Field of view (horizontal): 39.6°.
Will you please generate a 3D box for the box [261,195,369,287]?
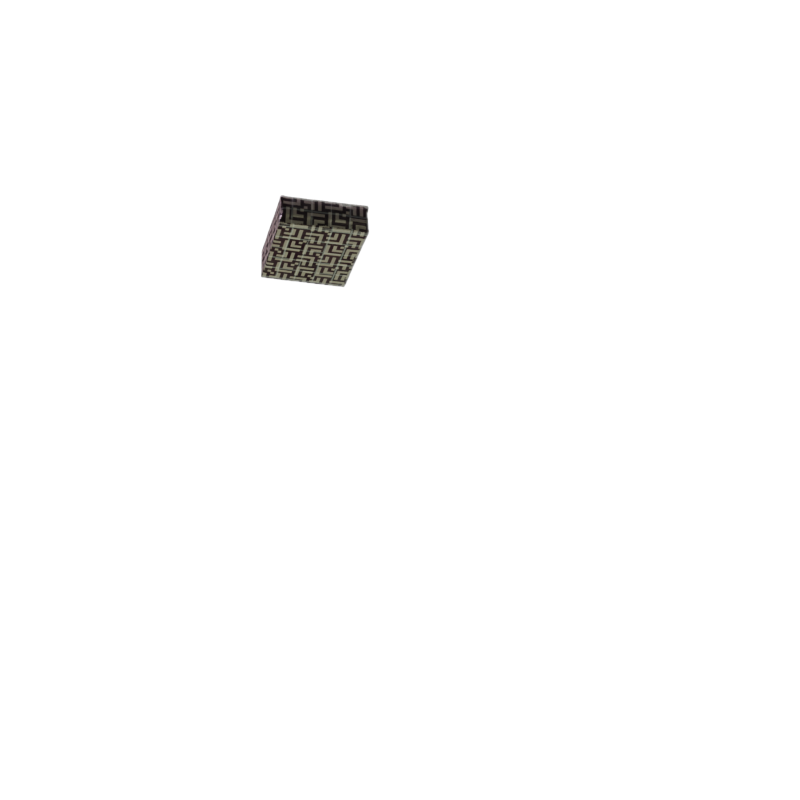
[{"bbox_3d":[-0.071,-0.129,0.906,0.072,0.032,0.085,6,-28,-13],"label":"box"}]
